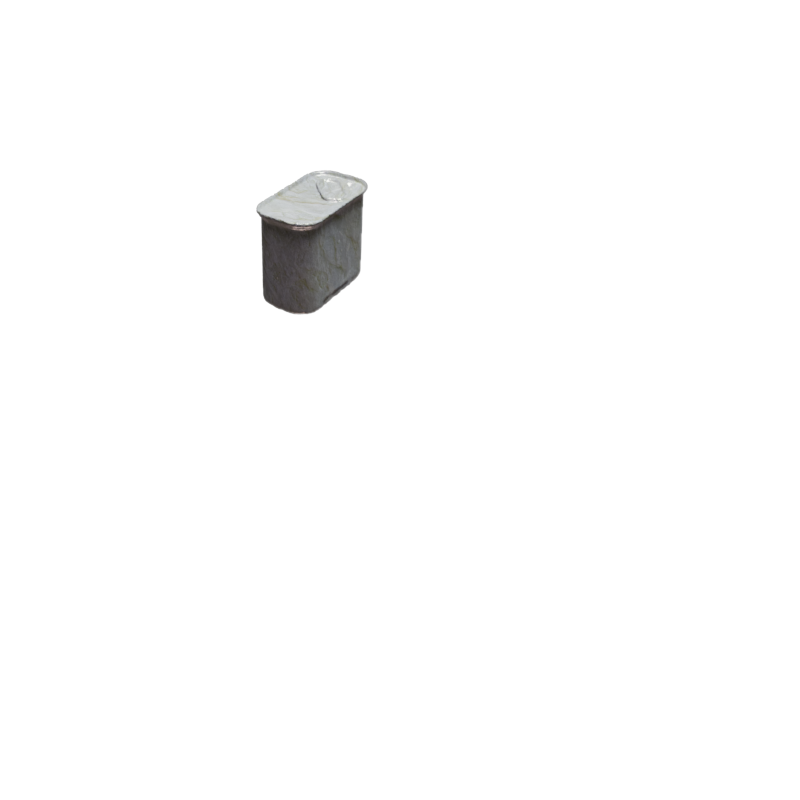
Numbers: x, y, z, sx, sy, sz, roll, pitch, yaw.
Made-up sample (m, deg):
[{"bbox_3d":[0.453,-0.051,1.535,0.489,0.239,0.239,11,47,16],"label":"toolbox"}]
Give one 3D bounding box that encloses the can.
[{"bbox_3d":[-0.071,-0.129,0.906,0.060,0.079,0.103,17,36,24],"label":"can"}]
